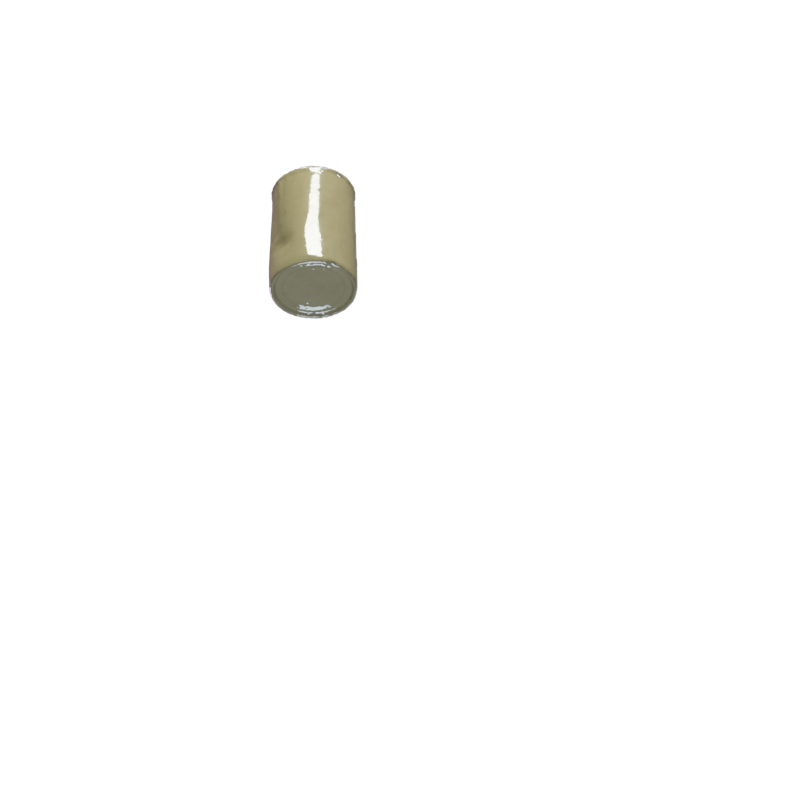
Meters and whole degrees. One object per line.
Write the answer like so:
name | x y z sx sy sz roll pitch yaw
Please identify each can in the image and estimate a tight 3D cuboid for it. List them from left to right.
can | -0.067 -0.123 0.858 0.068 0.110 0.064 -1 -40 -3
